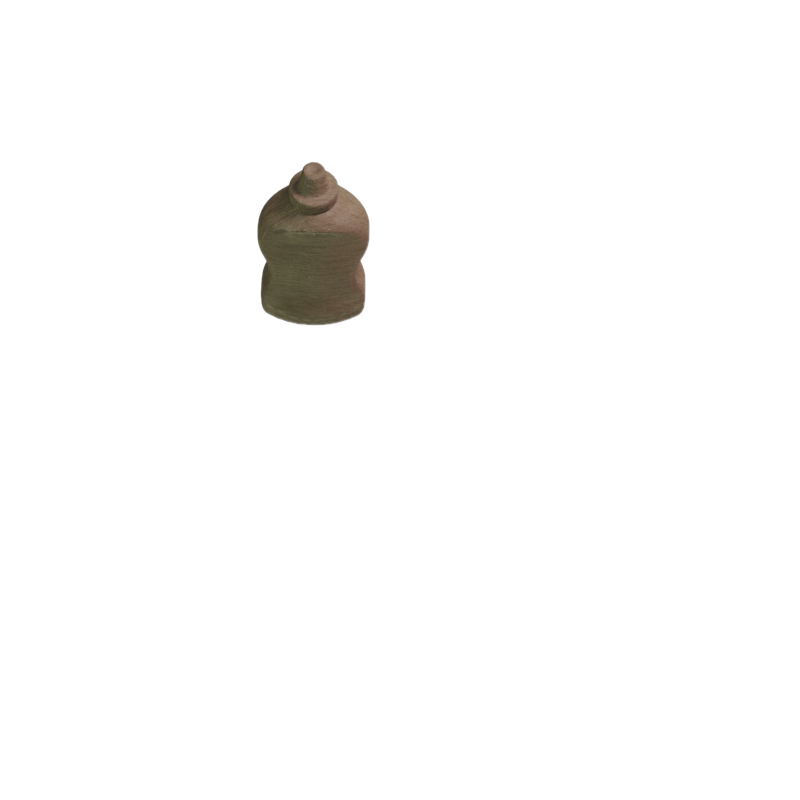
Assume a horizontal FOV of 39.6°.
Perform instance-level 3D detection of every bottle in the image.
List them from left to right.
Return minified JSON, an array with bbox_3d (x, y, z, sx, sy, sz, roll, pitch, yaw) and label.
[{"bbox_3d":[-0.075,-0.138,0.961,0.096,0.062,0.180,4,-31,-1],"label":"bottle"}]
